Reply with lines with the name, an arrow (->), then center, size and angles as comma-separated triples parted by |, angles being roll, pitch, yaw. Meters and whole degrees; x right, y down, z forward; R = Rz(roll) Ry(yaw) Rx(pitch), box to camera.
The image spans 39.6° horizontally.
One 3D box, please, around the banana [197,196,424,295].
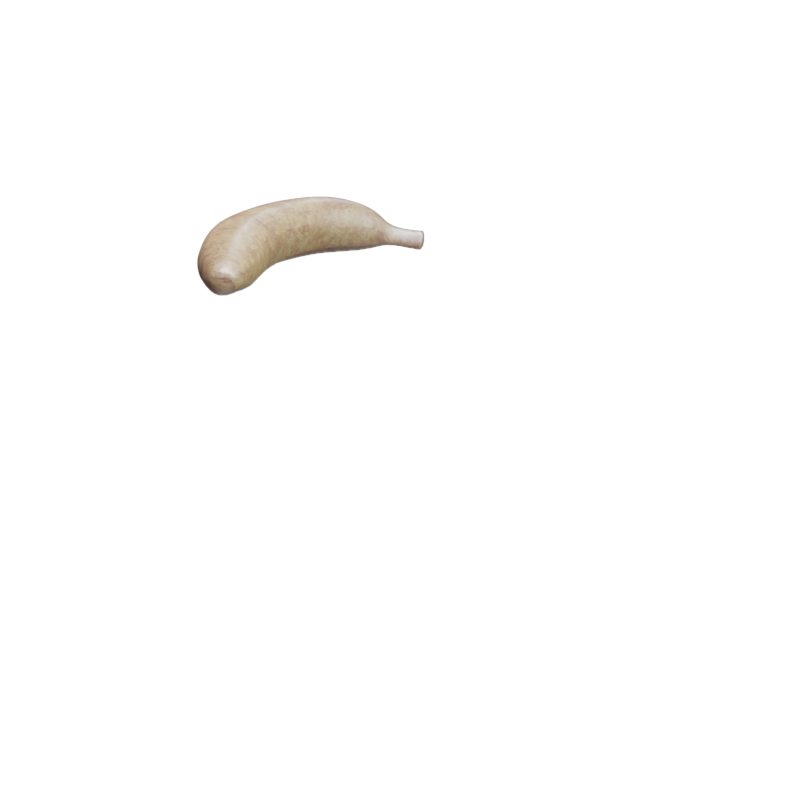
banana -> -0.063, -0.094, 0.643 | 0.073, 0.035, 0.195 | 11, 21, 31
